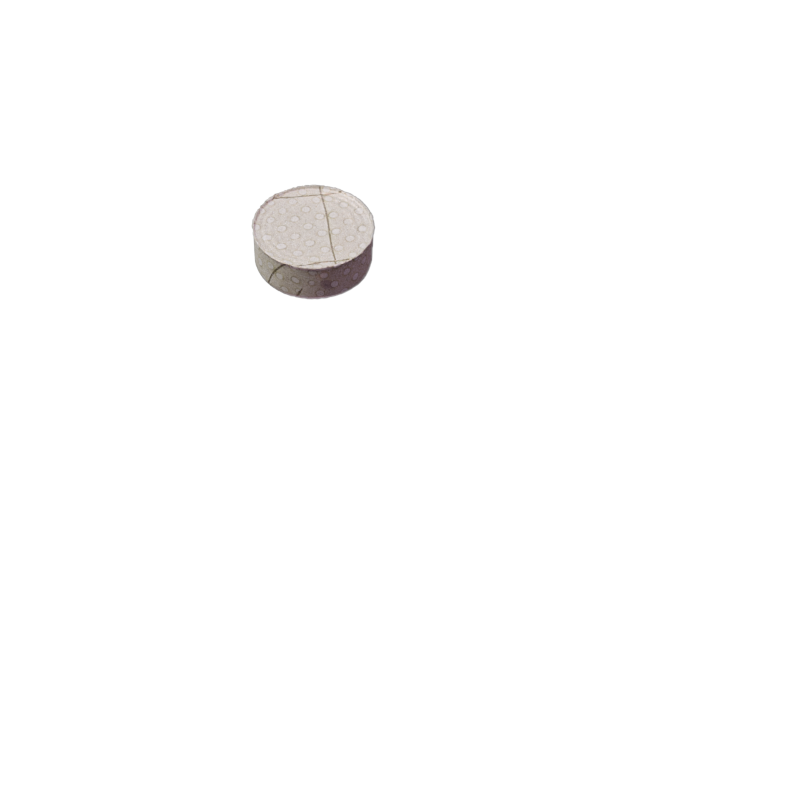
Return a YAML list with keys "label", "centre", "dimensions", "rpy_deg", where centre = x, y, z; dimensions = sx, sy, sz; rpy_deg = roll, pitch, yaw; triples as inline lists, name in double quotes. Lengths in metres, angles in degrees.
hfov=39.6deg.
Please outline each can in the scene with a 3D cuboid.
- label: "can"
  centre: [-0.061, -0.112, 0.783]
  dimensions: [0.086, 0.092, 0.031]
  rpy_deg: [-1, -42, -1]
